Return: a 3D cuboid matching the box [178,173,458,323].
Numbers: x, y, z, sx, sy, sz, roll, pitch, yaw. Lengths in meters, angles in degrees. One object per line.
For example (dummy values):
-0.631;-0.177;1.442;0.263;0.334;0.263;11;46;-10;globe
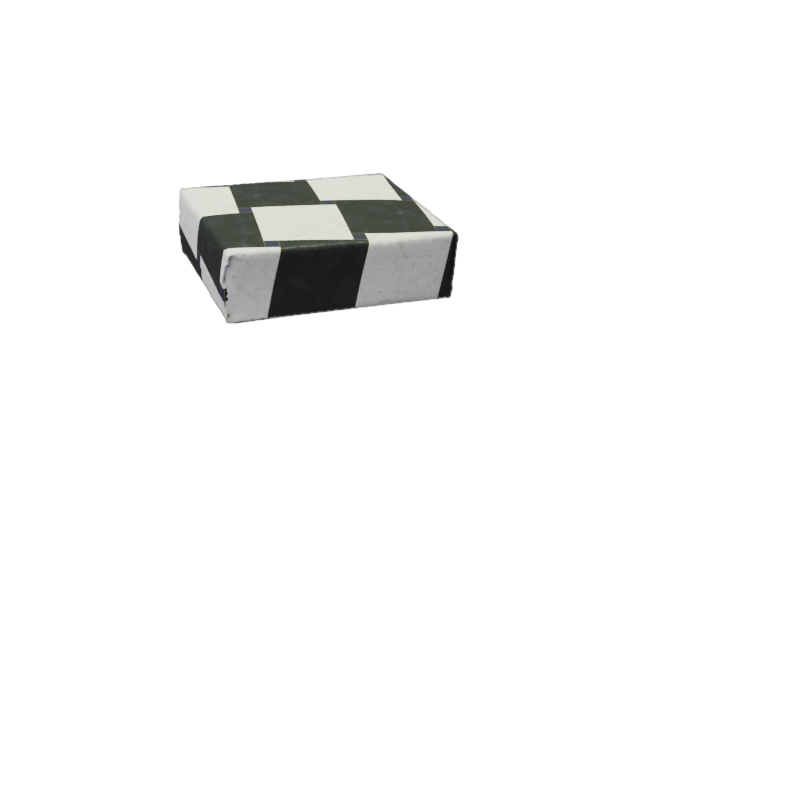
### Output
-0.042;-0.076;0.532;0.111;0.037;0.096;-10;29;-19;box
